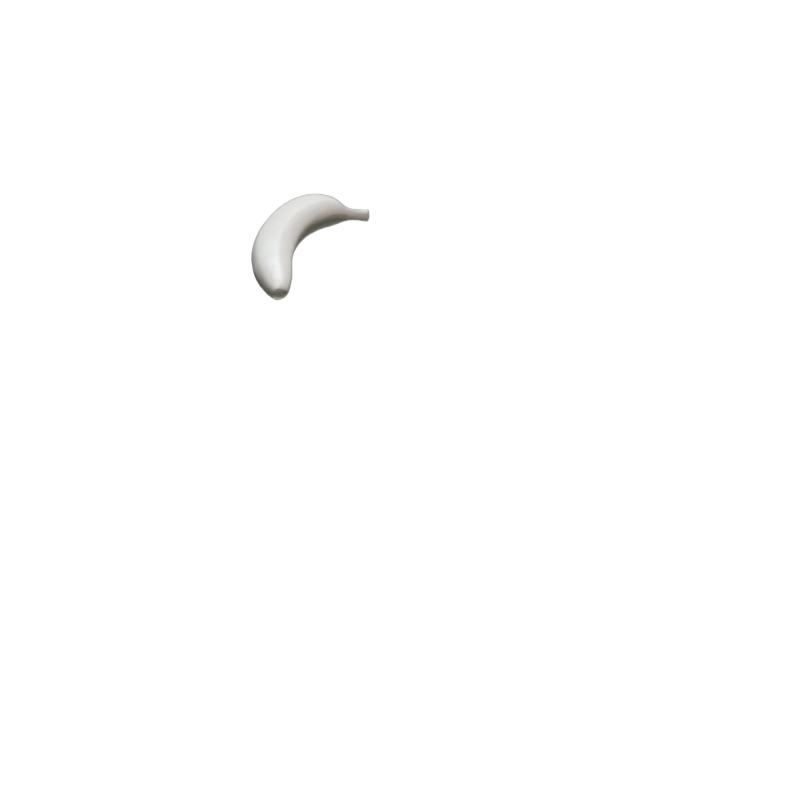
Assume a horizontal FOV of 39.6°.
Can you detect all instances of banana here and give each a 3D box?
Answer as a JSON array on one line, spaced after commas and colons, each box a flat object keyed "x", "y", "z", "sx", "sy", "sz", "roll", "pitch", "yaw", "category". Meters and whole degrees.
[{"x": -0.094, "y": -0.149, "z": 1.006, "sx": 0.072, "sy": 0.035, "sz": 0.203, "roll": 12, "pitch": 34, "yaw": 18, "category": "banana"}]
